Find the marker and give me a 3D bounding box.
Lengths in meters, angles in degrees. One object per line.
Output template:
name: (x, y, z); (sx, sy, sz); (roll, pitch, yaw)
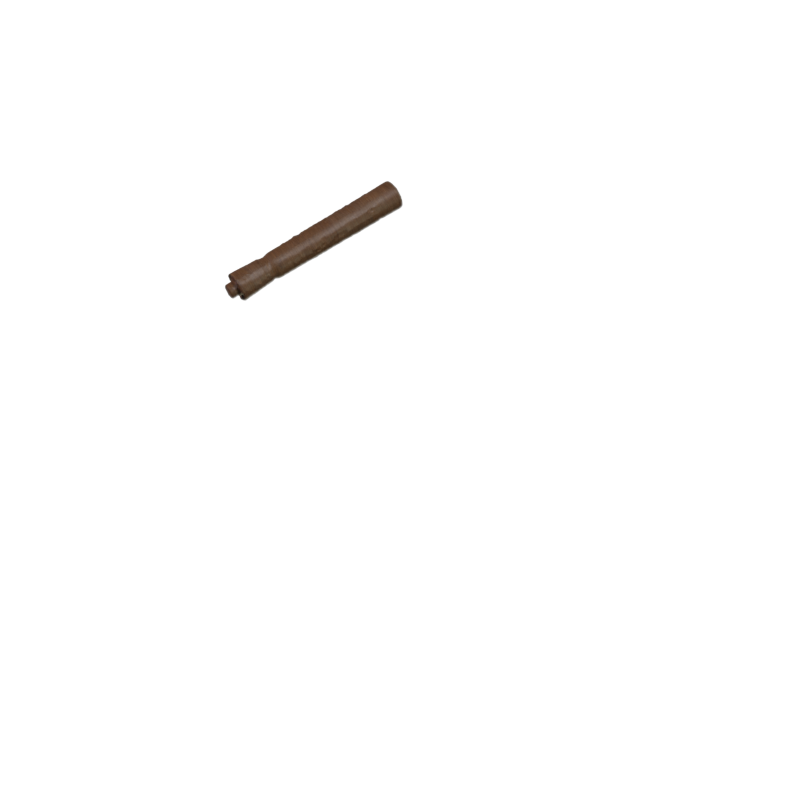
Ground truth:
marker: (-0.052, -0.095, 0.669); (0.121, 0.019, 0.020); (-33, 14, -15)
